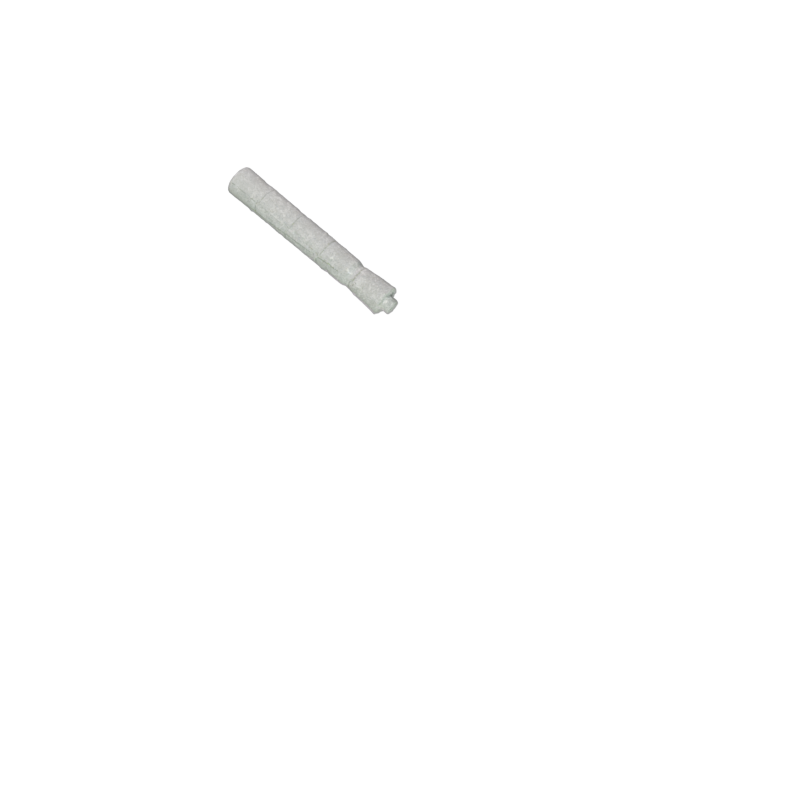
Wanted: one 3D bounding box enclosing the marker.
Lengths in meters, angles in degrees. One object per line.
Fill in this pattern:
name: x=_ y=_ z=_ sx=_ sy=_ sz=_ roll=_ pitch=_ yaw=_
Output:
marker: x=-0.049 y=-0.090 z=0.630 sx=0.127 sy=0.019 sz=0.019 roll=41 pitch=17 yaw=18
